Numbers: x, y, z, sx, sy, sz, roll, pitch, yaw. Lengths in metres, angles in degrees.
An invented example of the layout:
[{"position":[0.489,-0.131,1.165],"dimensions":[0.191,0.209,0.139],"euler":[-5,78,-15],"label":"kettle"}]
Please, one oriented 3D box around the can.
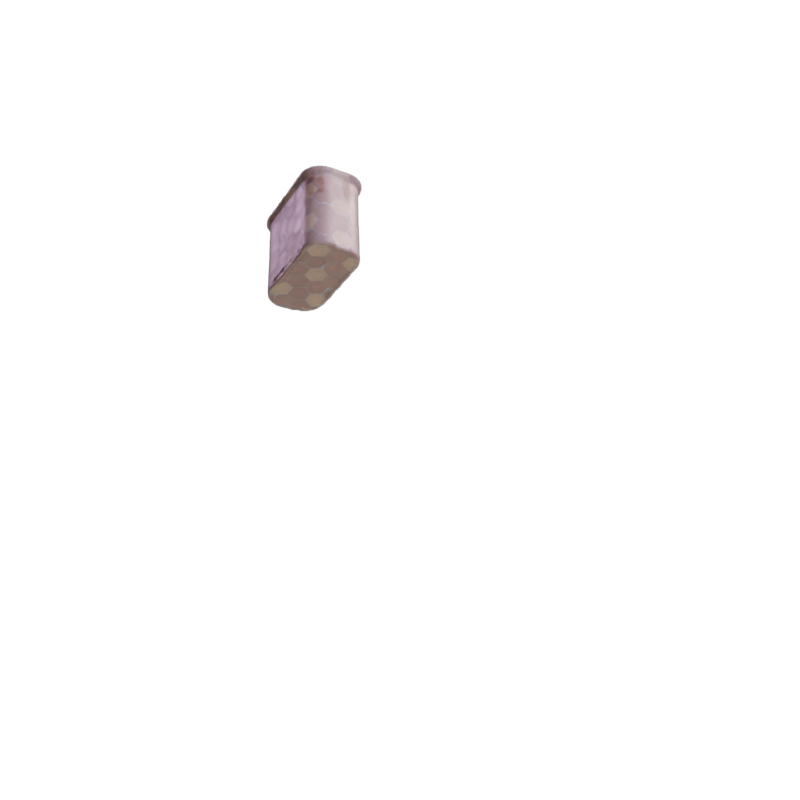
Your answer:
[{"position":[-0.075,-0.136,0.954],"dimensions":[0.055,0.090,0.099],"euler":[17,-39,-25],"label":"can"}]
